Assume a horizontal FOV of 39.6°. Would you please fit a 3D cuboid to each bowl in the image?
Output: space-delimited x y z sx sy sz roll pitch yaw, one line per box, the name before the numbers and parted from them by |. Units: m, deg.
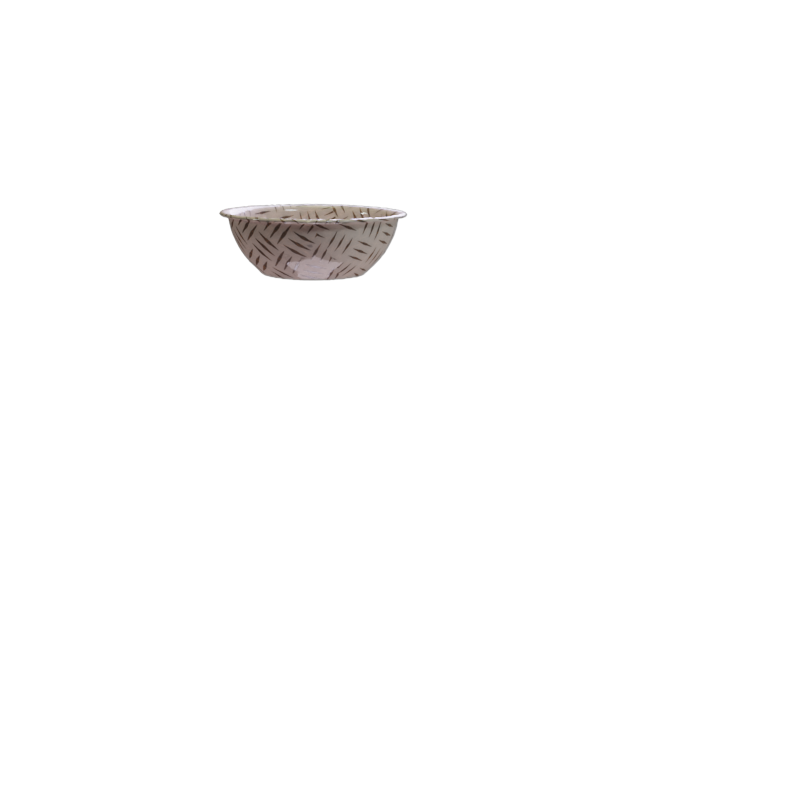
bowl | -0.075 -0.137 0.960 0.162 0.054 0.167 0 14 -2
